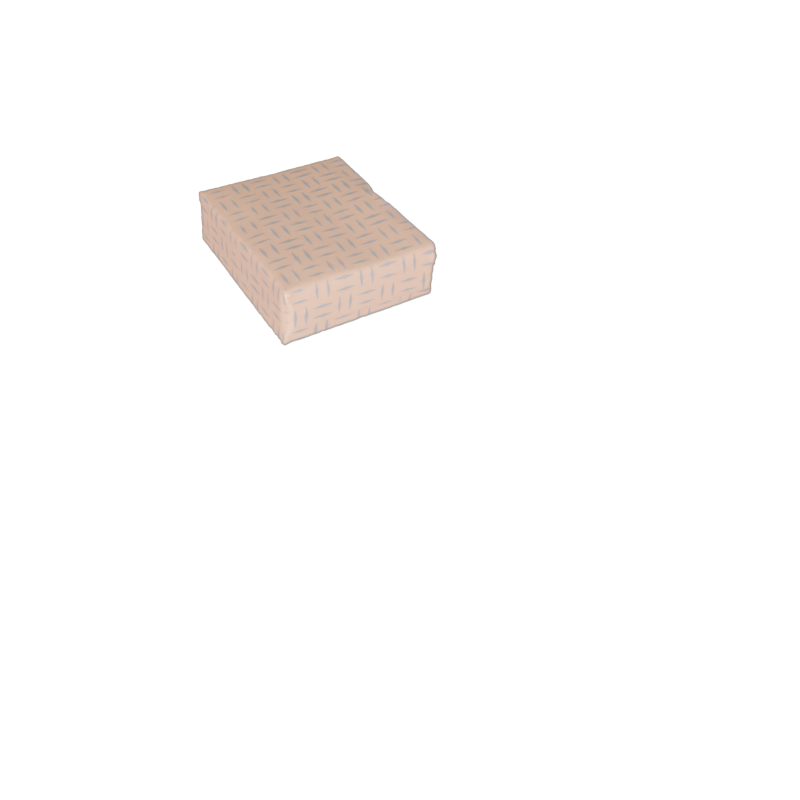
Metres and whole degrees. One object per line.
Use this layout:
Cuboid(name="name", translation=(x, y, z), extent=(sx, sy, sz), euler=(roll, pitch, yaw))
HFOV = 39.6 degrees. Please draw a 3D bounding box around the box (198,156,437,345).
Cuboid(name="box", translation=(-0.038, -0.070, 0.489), extent=(0.072, 0.028, 0.096), euler=(-19, 43, -22))
